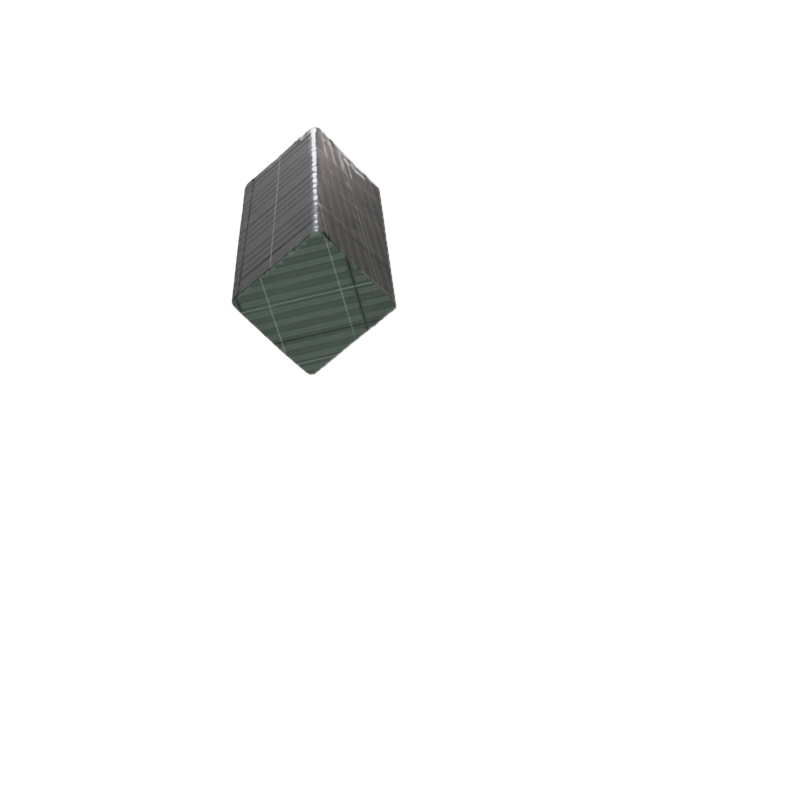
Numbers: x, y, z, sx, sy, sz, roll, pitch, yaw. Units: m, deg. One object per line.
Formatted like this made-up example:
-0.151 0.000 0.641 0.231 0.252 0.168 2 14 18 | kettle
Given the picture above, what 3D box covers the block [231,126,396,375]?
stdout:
-0.071 -0.128 0.898 0.090 0.085 0.219 -38 27 19 | block
